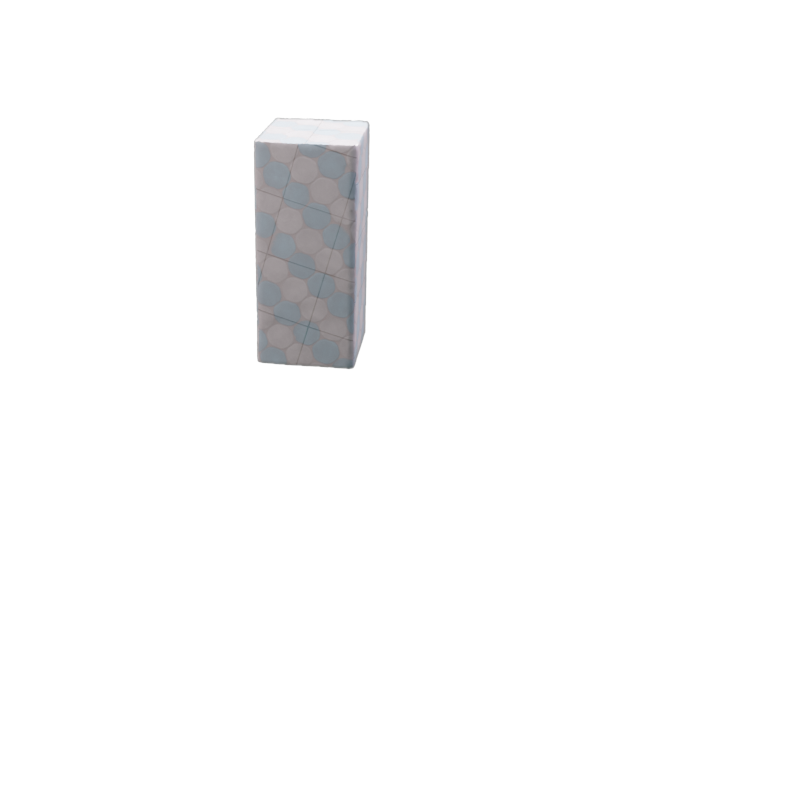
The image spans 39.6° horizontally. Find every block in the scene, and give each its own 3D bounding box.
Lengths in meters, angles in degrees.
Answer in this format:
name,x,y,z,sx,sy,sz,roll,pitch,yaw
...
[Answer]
name,x,y,z,sx,sy,sz,roll,pitch,yaw
block,-0.078,-0.142,0.998,0.091,0.197,0.094,4,21,7
